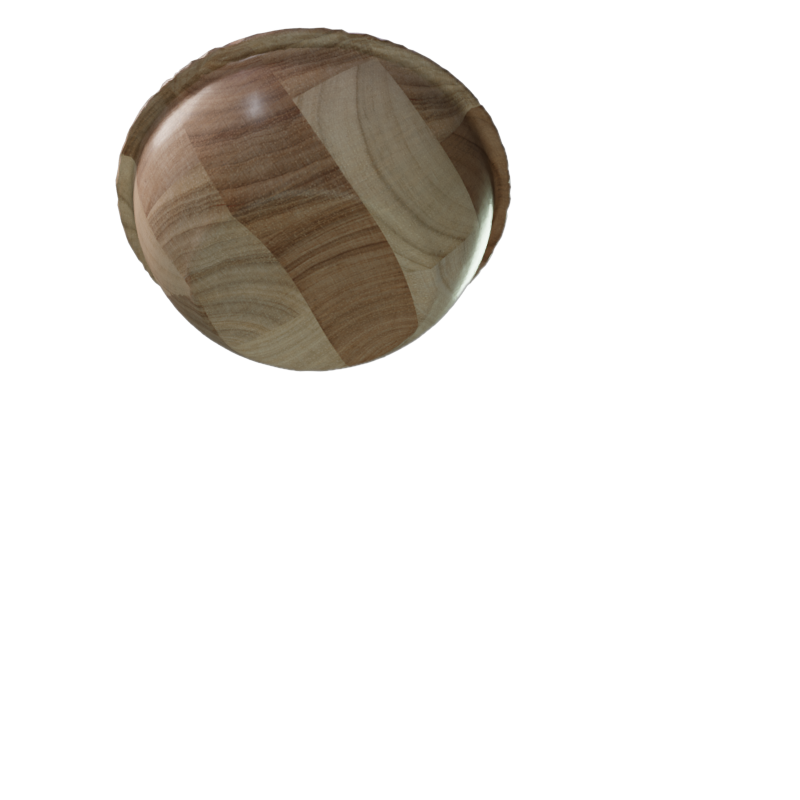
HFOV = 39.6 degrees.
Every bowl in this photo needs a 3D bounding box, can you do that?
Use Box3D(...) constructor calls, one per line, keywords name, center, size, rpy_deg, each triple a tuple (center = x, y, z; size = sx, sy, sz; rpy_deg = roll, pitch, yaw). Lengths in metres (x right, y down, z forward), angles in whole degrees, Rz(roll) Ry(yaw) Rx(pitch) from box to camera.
Box3D(name="bowl", center=(-0.034, -0.062, 0.437), size=(0.162, 0.151, 0.059), rpy_deg=(1, 42, -1))
